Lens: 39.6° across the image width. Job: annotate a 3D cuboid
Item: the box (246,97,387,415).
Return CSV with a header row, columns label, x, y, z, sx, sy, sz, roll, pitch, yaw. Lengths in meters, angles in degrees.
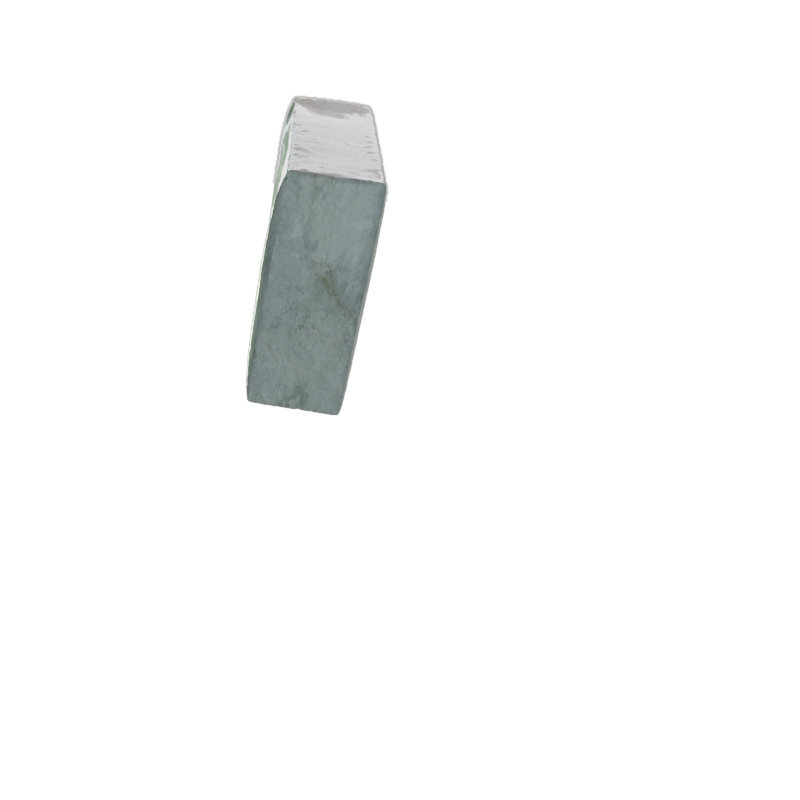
label,x,y,z,sx,sy,sz,roll,pitch,yaw
box,-0.062,-0.114,0.797,0.071,0.157,0.225,9,24,-8
